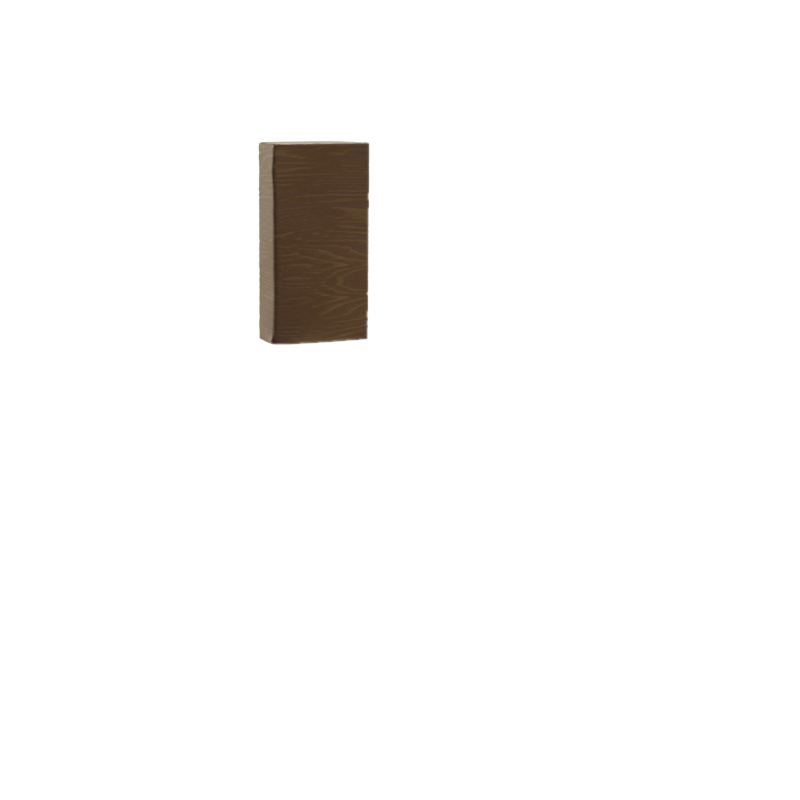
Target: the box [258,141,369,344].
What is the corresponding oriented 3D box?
[{"bbox_3d":[-0.076,-0.140,0.977,0.091,0.174,0.050,-3,6,-24],"label":"box"}]
